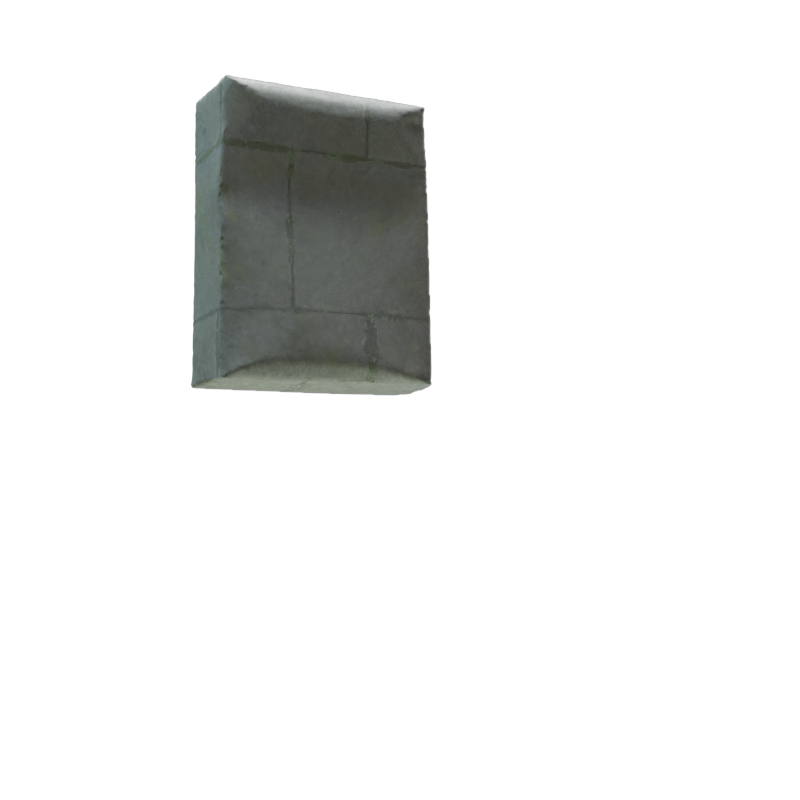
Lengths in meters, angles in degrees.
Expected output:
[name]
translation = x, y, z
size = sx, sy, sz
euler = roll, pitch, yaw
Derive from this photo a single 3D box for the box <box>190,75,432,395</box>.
[box]
translation = -0.062, -0.114, 0.798
size = 0.159, 0.220, 0.072
euler = 4, -13, -25
